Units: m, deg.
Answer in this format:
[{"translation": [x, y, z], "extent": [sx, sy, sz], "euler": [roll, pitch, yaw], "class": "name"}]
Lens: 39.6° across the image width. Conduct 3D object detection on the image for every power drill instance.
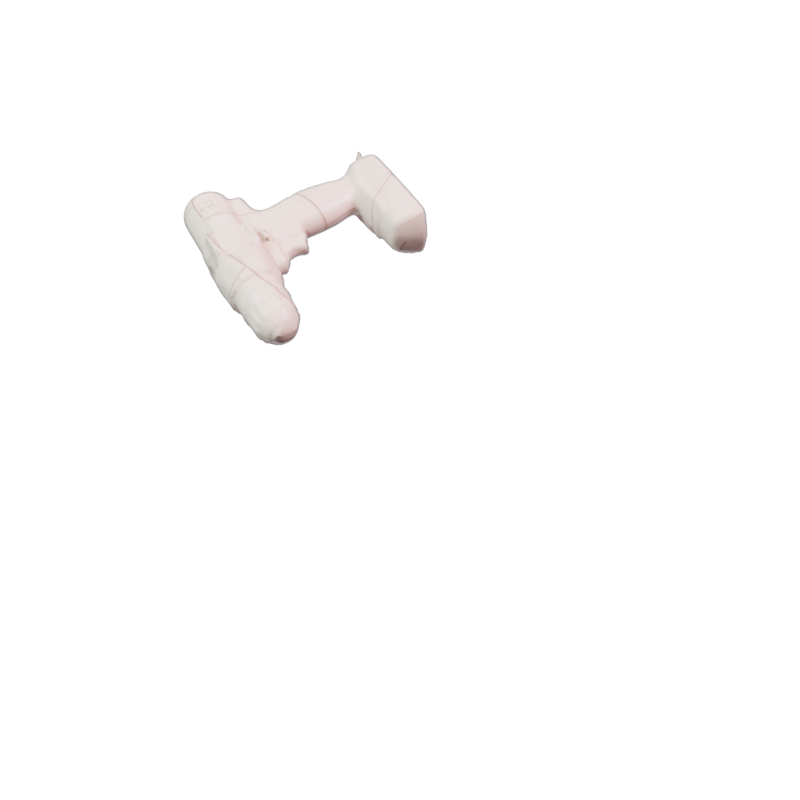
[{"translation": [-0.075, -0.136, 0.954], "extent": [0.186, 0.053, 0.200], "euler": [-20, 49, -19], "class": "power drill"}]
